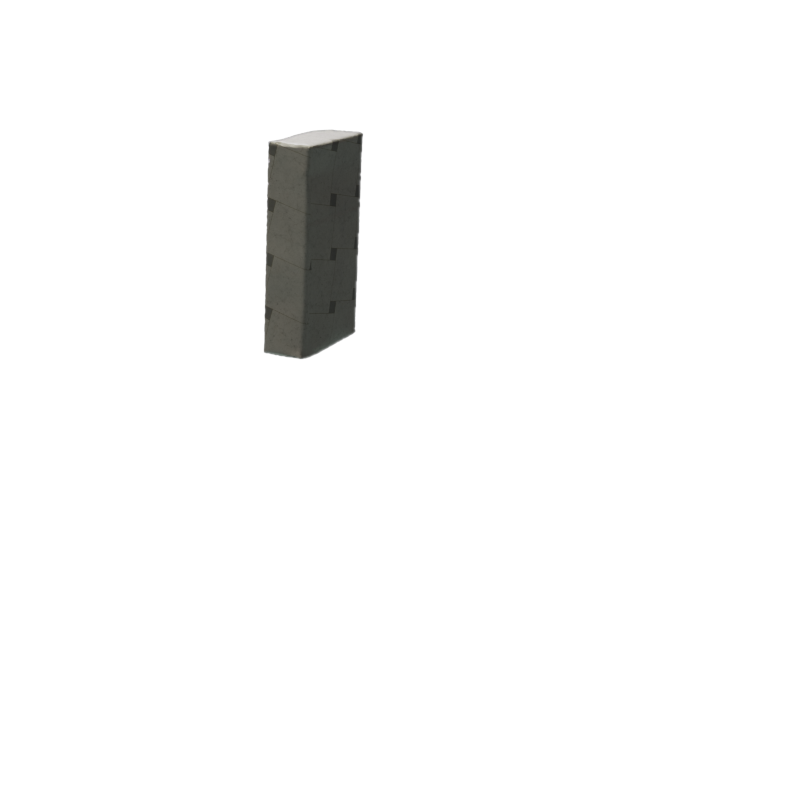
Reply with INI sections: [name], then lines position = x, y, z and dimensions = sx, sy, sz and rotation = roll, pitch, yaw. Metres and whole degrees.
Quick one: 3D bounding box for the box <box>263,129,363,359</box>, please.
[box]
position = -0.072, -0.130, 0.911
dimensions = 0.050, 0.171, 0.093
rotation = 7, 16, 25
